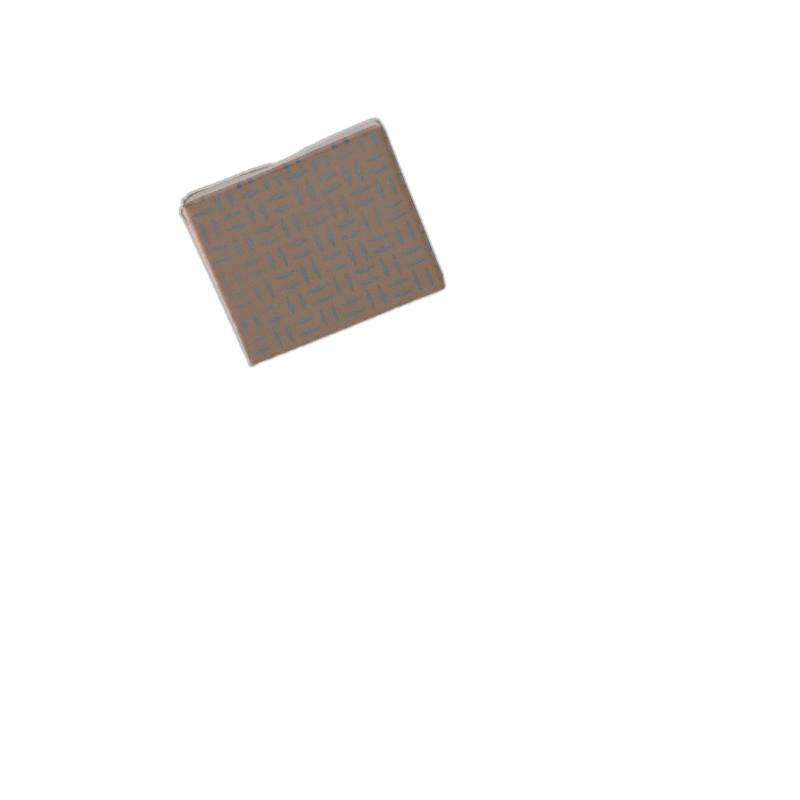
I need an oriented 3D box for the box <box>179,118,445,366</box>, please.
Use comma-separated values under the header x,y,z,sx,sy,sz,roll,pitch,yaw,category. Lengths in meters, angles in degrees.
x,y,z,sx,sy,sz,roll,pitch,yaw,category
-0.036,-0.065,0.457,0.089,0.071,0.031,-22,13,5,box
